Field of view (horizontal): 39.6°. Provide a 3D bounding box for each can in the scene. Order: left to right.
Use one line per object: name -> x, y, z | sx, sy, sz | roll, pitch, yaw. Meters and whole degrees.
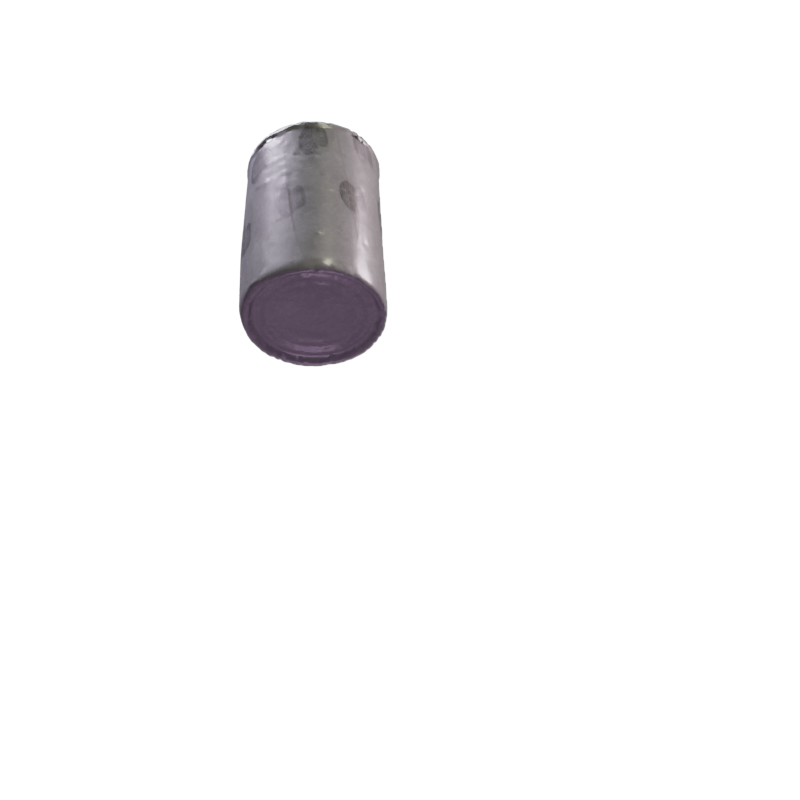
can -> -0.042, -0.076, 0.532 | 0.068, 0.110, 0.064 | -1, -42, -3
